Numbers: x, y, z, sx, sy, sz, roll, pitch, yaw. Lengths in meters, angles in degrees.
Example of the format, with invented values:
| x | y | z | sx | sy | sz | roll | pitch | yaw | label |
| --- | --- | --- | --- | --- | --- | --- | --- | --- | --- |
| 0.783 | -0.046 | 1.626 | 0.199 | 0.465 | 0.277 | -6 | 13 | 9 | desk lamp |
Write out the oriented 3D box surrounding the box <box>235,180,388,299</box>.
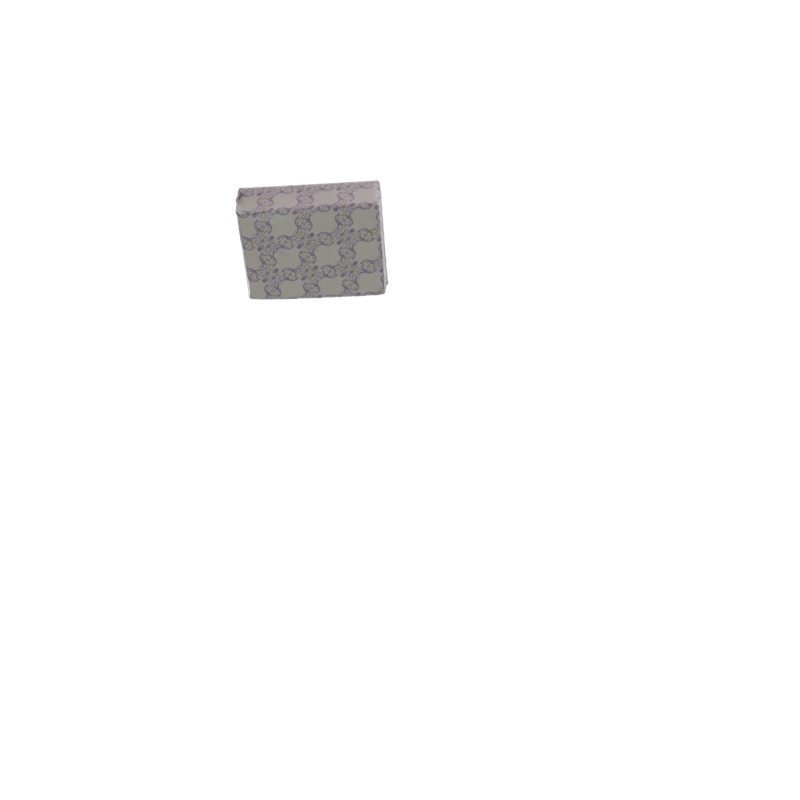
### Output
| x | y | z | sx | sy | sz | roll | pitch | yaw | label |
| --- | --- | --- | --- | --- | --- | --- | --- | --- | --- |
| -0.068 | -0.124 | 0.872 | 0.114 | 0.084 | 0.042 | -3 | 39 | 2 | box |
